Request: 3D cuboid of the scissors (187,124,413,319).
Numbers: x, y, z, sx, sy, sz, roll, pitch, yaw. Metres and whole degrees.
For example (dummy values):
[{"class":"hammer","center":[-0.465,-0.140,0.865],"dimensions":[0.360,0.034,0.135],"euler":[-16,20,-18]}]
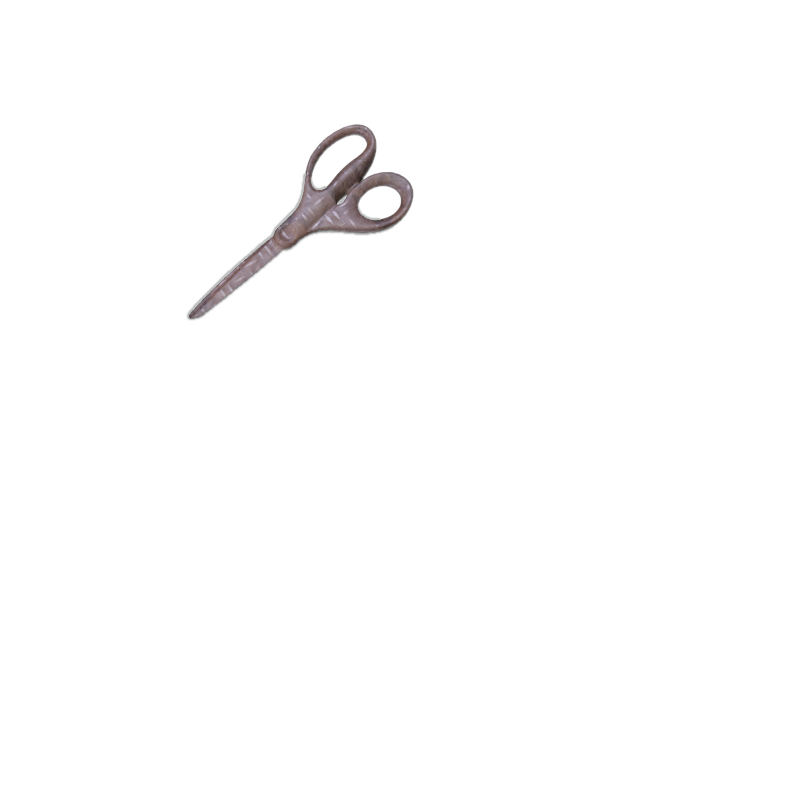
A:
[{"class":"scissors","center":[-0.066,-0.120,0.843],"dimensions":[0.098,0.206,0.015],"euler":[30,-15,9]}]
